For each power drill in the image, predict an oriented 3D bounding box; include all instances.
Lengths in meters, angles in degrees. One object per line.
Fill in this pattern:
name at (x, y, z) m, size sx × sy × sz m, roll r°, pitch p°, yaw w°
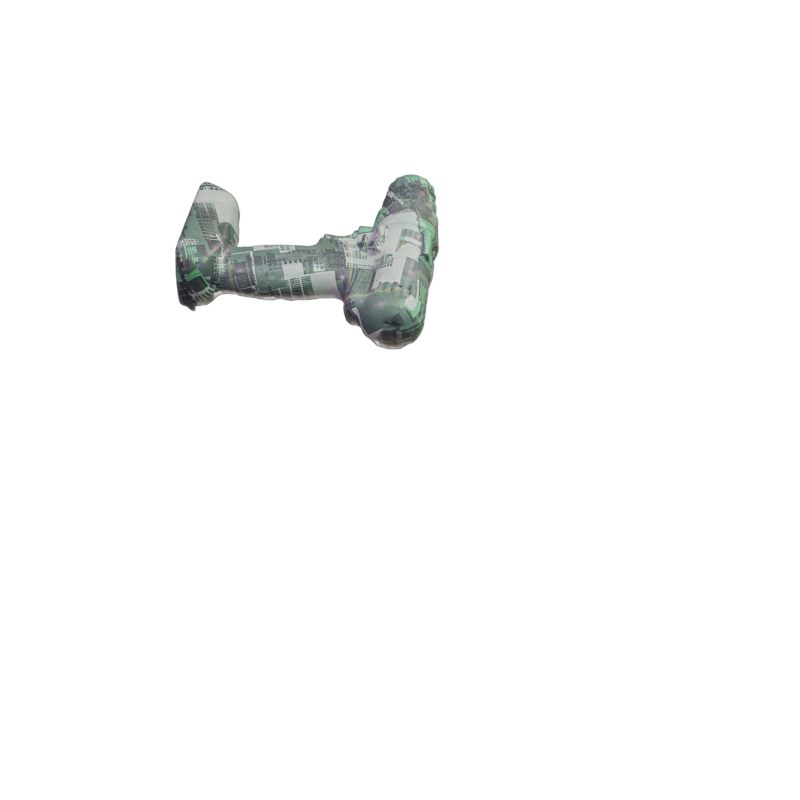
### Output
power drill at (-0.065, -0.119, 0.833) m, size 0.189 × 0.054 × 0.196 m, roll 5°, pitch 40°, yaw 5°
